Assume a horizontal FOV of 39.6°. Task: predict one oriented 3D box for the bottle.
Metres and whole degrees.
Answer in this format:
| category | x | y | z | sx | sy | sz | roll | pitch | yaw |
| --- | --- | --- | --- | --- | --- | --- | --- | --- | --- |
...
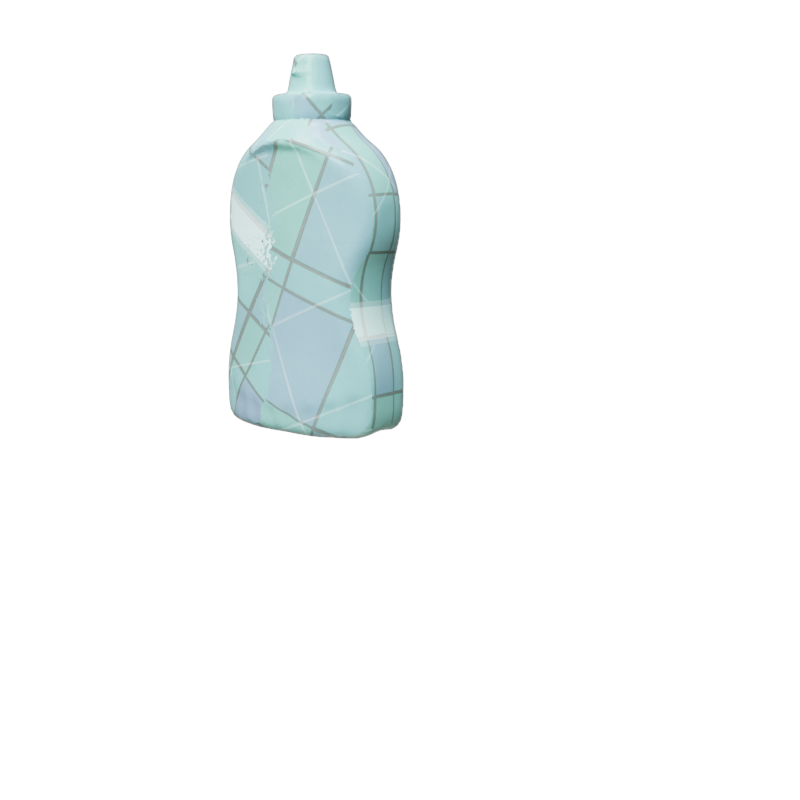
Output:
| category | x | y | z | sx | sy | sz | roll | pitch | yaw |
| --- | --- | --- | --- | --- | --- | --- | --- | --- | --- |
| bottle | -0.045 | -0.082 | 0.573 | 0.100 | 0.190 | 0.056 | 4 | 5 | 38 |
